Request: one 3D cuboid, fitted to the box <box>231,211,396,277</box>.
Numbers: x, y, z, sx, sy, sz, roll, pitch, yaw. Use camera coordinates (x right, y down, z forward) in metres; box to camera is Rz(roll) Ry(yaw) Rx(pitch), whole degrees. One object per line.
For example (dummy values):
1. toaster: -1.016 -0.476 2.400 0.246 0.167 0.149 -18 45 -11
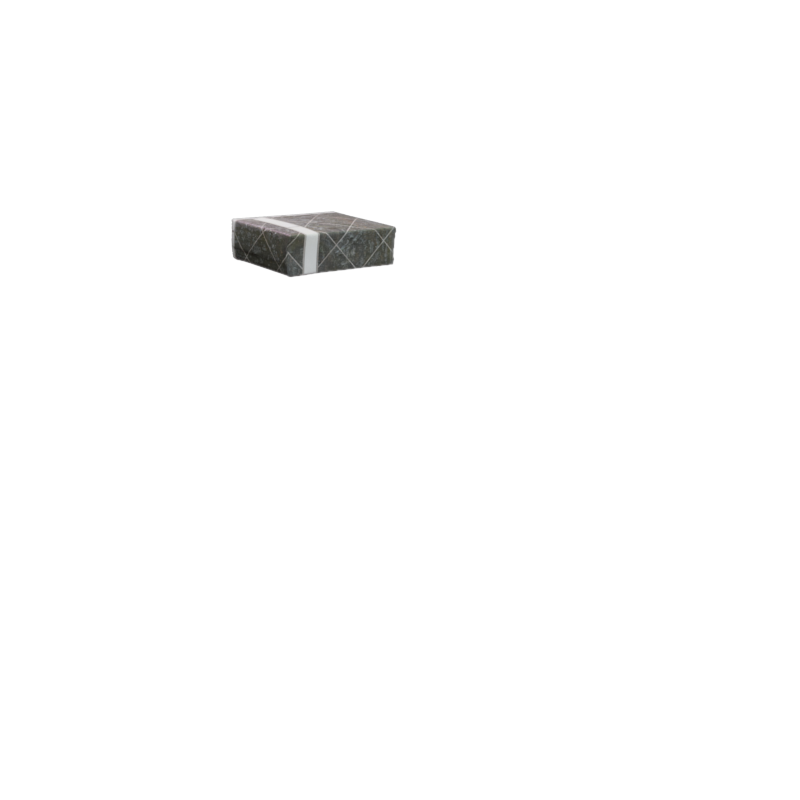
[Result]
1. box: -0.074 -0.135 0.945 0.111 0.038 0.095 -13 22 -36
